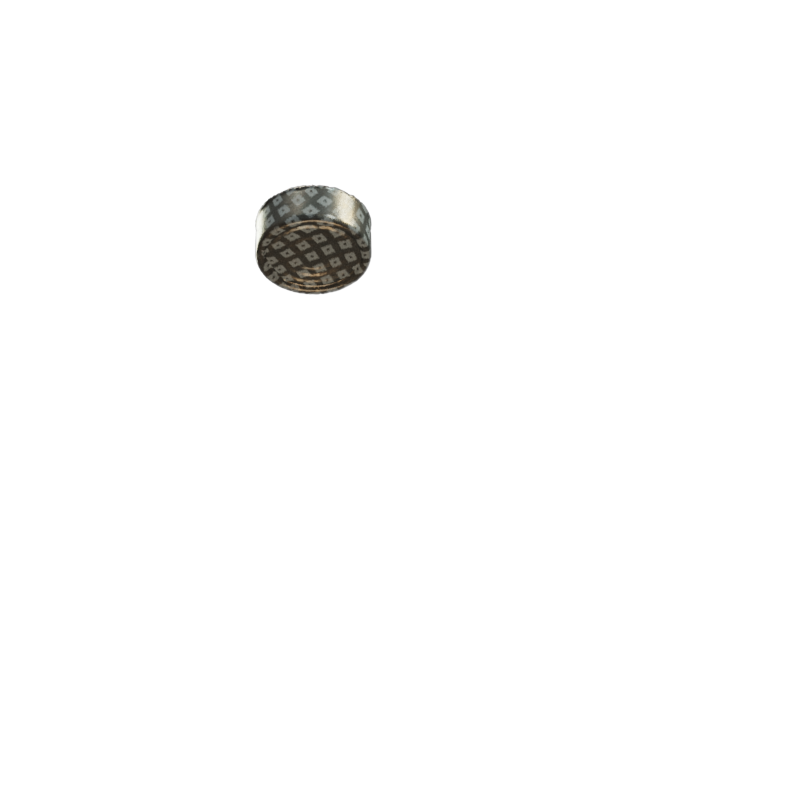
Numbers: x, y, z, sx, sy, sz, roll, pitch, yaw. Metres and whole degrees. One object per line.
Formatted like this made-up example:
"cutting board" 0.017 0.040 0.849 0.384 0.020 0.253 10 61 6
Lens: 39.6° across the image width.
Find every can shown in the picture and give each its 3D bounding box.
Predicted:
"can" -0.063 -0.115 0.808 0.086 0.036 0.080 1 -37 -2
